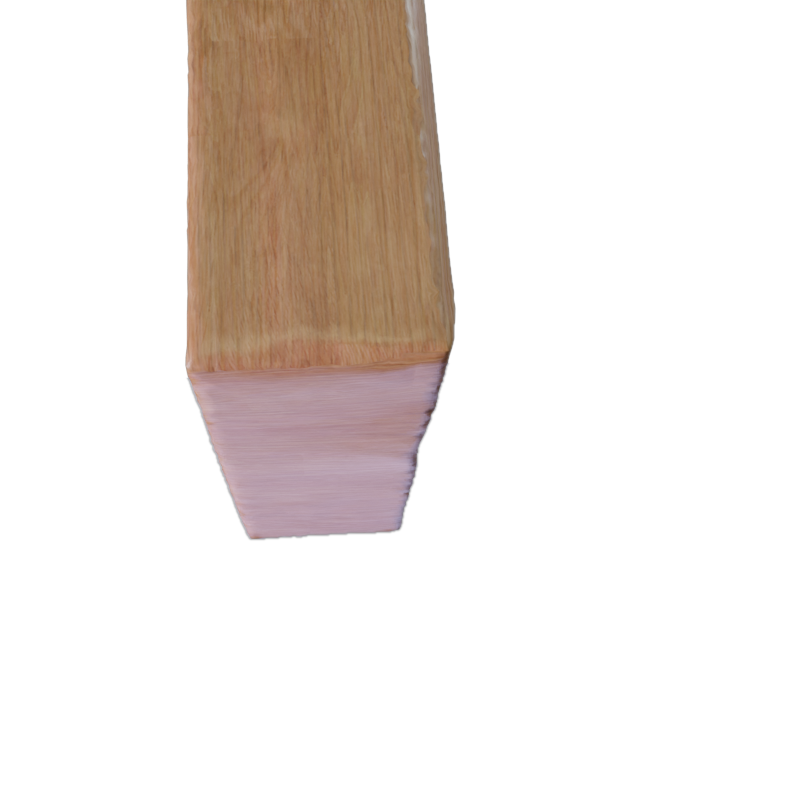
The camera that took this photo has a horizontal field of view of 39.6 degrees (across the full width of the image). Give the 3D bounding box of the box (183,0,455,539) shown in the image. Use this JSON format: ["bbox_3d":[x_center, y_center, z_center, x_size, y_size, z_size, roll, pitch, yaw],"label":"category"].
[{"bbox_3d":[-0.030,-0.054,0.381,0.071,0.173,0.204,-3,-20,-5],"label":"box"}]
